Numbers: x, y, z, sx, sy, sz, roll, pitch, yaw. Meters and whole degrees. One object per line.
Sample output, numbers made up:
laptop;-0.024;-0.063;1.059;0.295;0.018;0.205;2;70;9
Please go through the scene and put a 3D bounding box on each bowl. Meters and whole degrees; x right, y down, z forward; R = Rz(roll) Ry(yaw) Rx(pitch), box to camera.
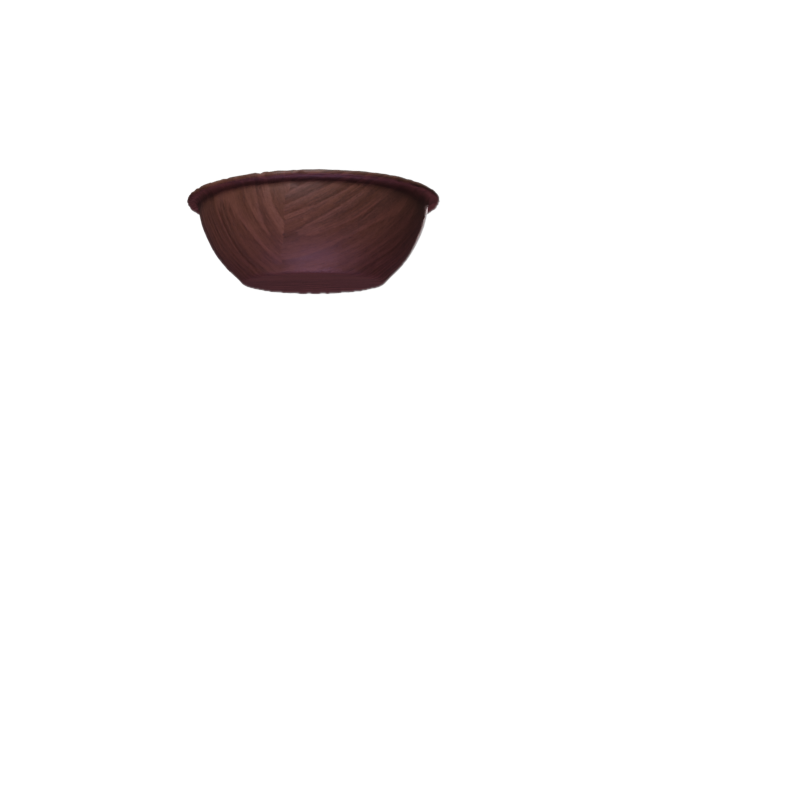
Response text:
bowl;-0.055;-0.101;0.708;0.162;0.056;0.160;0;-4;-2
